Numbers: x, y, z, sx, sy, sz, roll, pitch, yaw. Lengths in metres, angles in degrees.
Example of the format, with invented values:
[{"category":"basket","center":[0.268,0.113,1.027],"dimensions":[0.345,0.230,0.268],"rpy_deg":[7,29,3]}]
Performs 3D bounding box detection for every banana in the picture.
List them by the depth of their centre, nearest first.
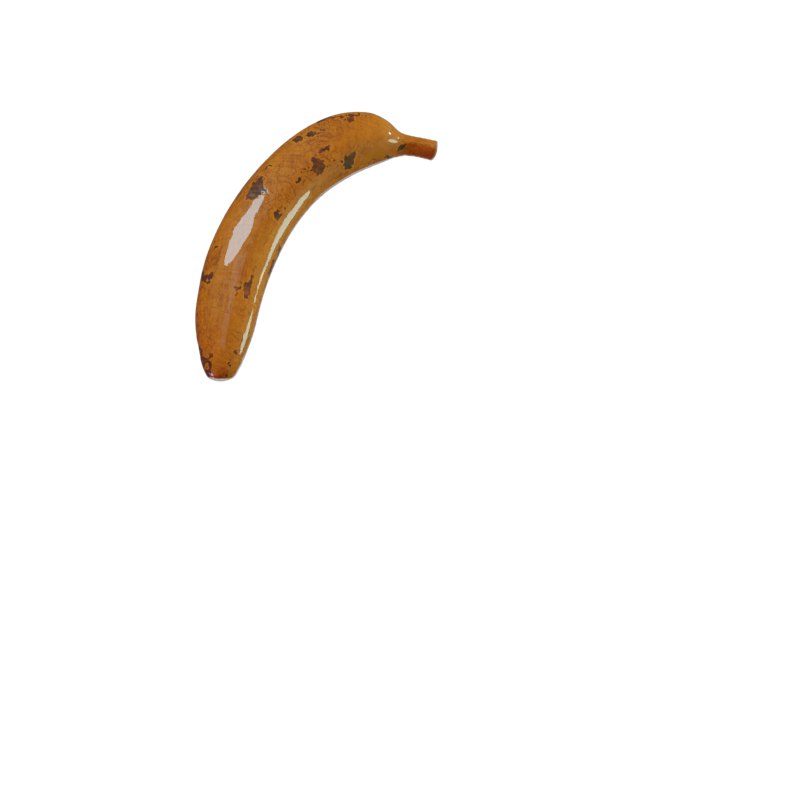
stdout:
[{"category":"banana","center":[-0.060,-0.101,0.618],"dimensions":[0.072,0.201,0.035],"rpy_deg":[34,-22,15]}]
